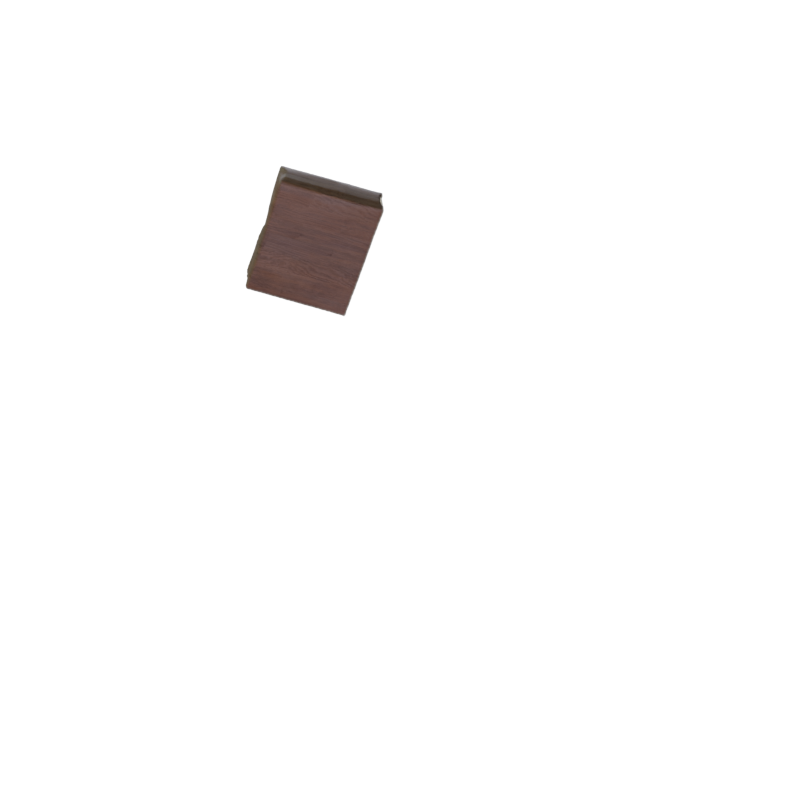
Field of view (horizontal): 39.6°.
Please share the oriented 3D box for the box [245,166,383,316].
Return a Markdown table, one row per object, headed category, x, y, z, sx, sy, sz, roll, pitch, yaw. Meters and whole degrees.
| category | x | y | z | sx | sy | sz | roll | pitch | yaw |
| --- | --- | --- | --- | --- | --- | --- | --- | --- | --- |
| box | -0.060 | -0.108 | 0.760 | 0.072 | 0.085 | 0.032 | 16 | 29 | -10 |
